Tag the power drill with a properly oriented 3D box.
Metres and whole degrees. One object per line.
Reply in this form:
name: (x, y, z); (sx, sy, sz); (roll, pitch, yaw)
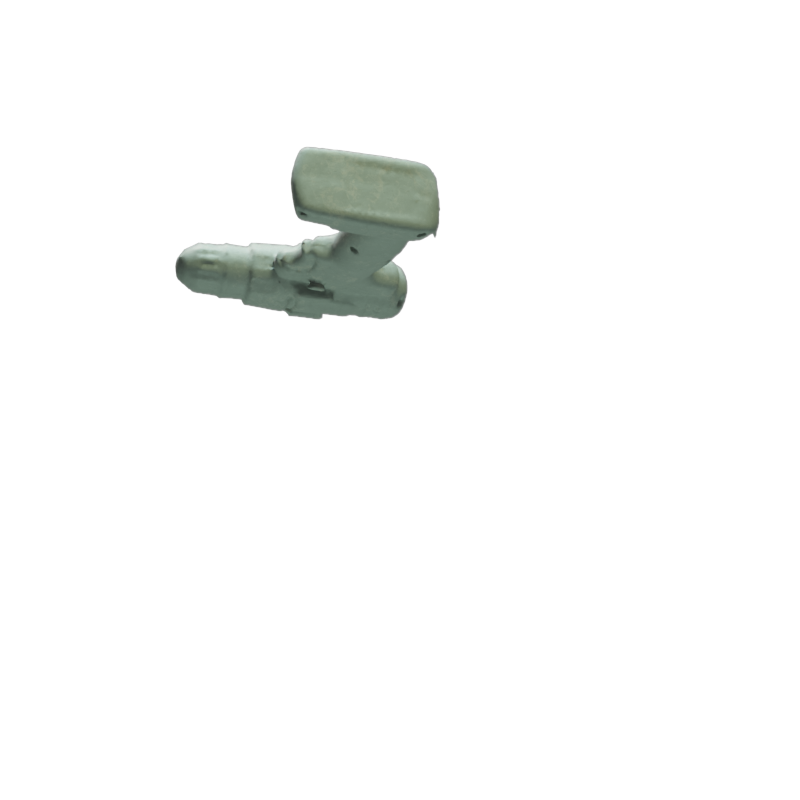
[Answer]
power drill: (-0.064, -0.117, 0.816); (0.180, 0.060, 0.183); (5, -19, -16)
